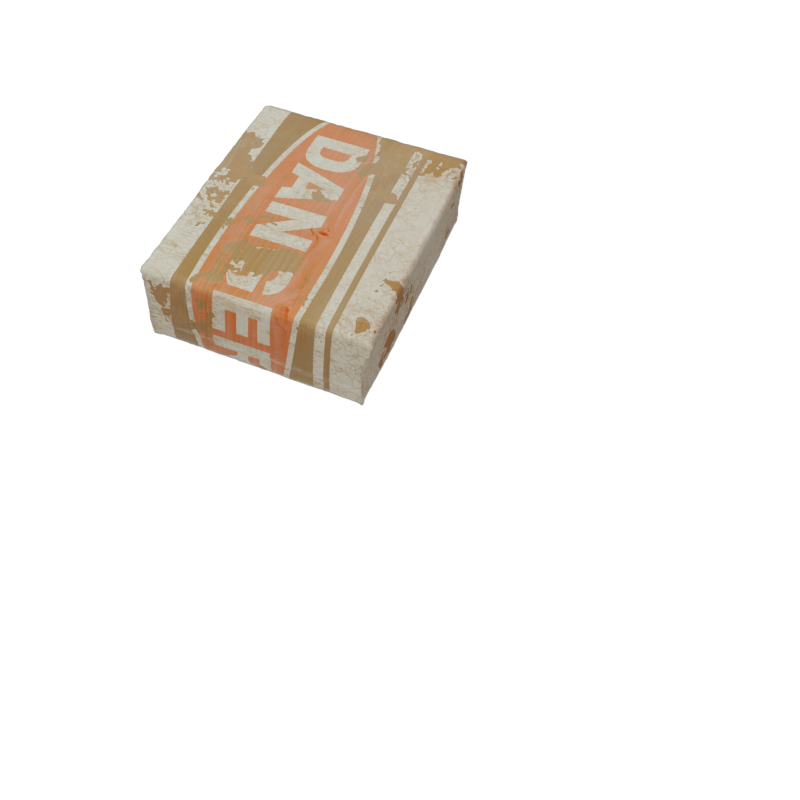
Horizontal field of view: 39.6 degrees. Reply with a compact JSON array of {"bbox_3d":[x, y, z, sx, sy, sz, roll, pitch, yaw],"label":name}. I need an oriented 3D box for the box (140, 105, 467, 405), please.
[{"bbox_3d":[-0.034,-0.061,0.430,0.092,0.118,0.036,16,-40,13],"label":"box"}]
